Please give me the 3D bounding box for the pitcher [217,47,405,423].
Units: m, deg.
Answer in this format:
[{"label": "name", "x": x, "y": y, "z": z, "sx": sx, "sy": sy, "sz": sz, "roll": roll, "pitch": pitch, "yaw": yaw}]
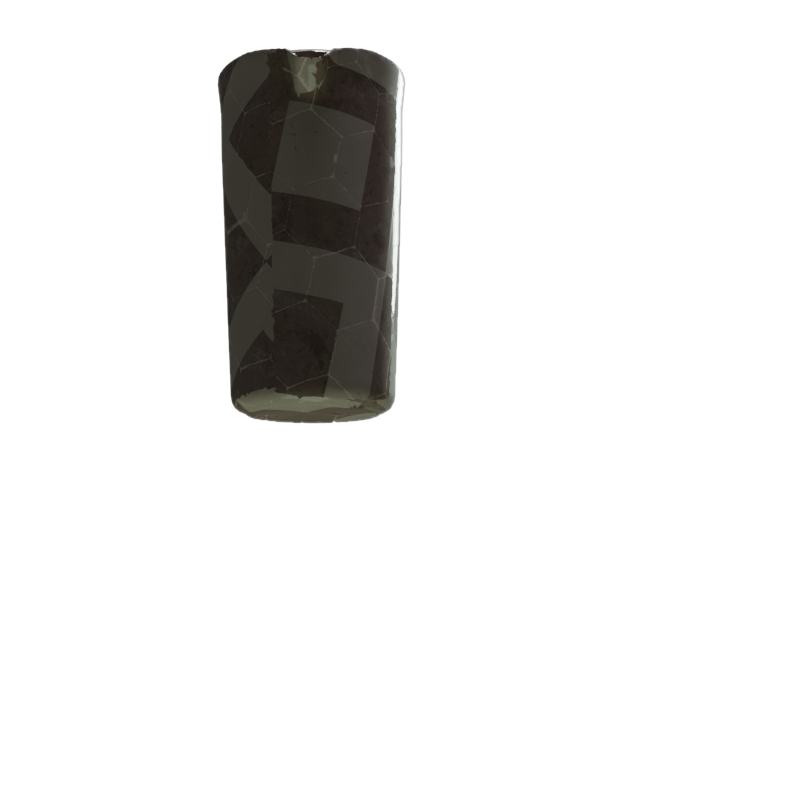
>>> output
[{"label": "pitcher", "x": -0.060, "y": -0.110, "z": 0.769, "sx": 0.148, "sy": 0.252, "sz": 0.141, "roll": -13, "pitch": -18, "yaw": 40}]
